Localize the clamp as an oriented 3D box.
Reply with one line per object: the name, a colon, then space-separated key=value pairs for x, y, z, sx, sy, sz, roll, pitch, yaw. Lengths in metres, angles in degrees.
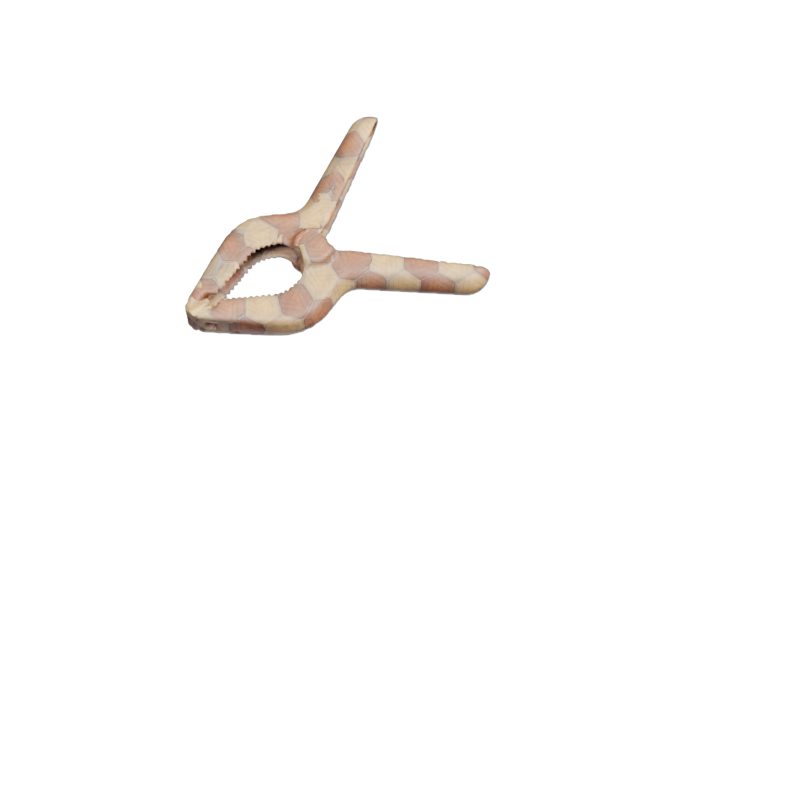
clamp: x=-0.063 y=-0.115 z=0.804 sx=0.209 sy=0.175 sz=0.034 roll=-22 pitch=-25 yaw=-11
